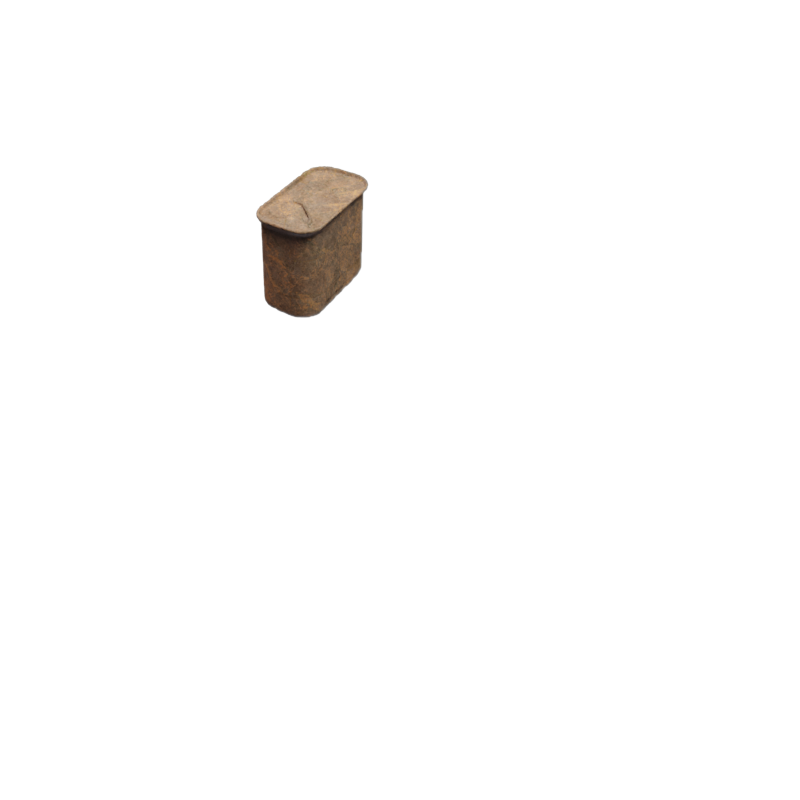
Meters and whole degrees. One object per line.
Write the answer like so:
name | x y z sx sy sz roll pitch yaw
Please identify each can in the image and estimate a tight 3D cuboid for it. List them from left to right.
can | -0.070 -0.127 0.892 0.060 0.078 0.104 18 40 21
